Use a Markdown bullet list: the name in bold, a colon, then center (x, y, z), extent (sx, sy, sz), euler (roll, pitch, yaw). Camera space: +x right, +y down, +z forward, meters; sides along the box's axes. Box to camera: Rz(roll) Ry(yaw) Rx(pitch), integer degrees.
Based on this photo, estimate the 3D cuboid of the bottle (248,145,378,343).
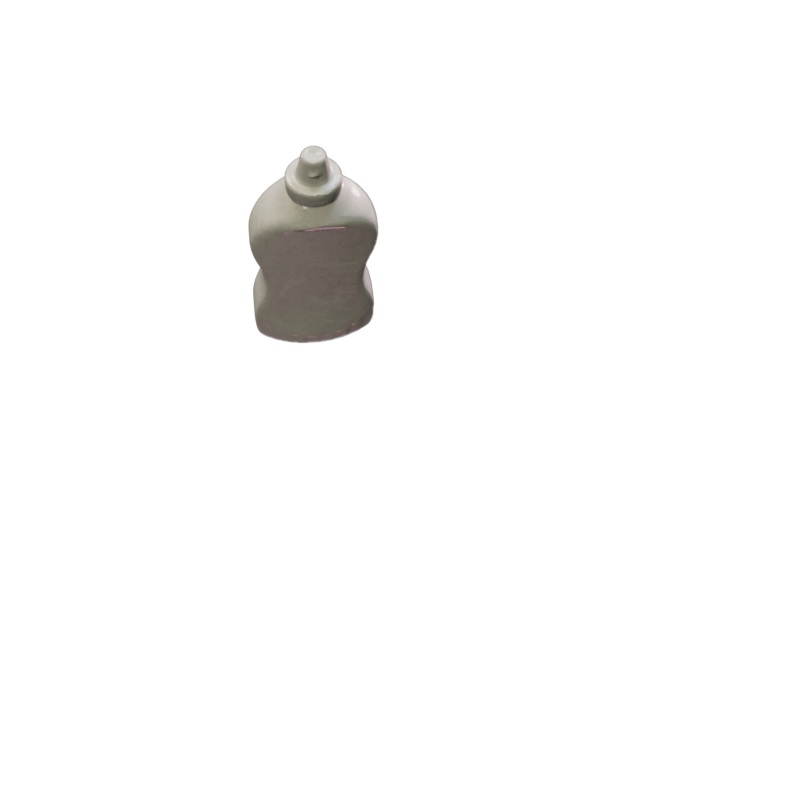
- **bottle**: center (-0.065, -0.119, 0.834), extent (0.095, 0.063, 0.179), euler (-3, -35, -6)
